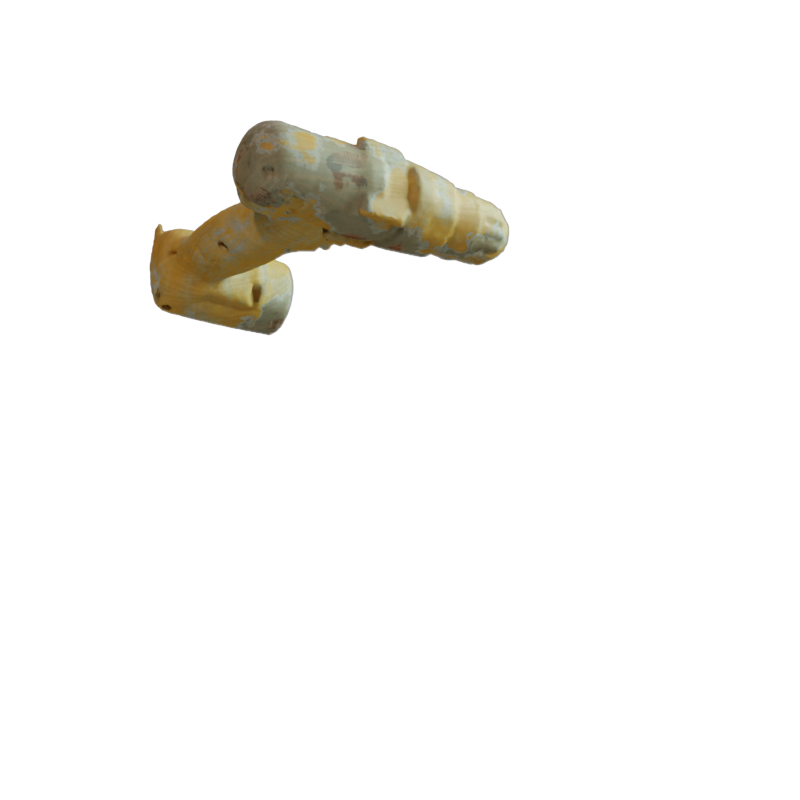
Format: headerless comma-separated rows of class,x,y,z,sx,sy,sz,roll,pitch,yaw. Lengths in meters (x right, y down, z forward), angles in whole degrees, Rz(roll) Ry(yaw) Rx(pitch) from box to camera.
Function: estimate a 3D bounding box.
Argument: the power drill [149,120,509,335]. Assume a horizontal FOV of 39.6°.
power drill,-0.053,-0.097,0.679,0.175,0.061,0.187,16,-27,-35
